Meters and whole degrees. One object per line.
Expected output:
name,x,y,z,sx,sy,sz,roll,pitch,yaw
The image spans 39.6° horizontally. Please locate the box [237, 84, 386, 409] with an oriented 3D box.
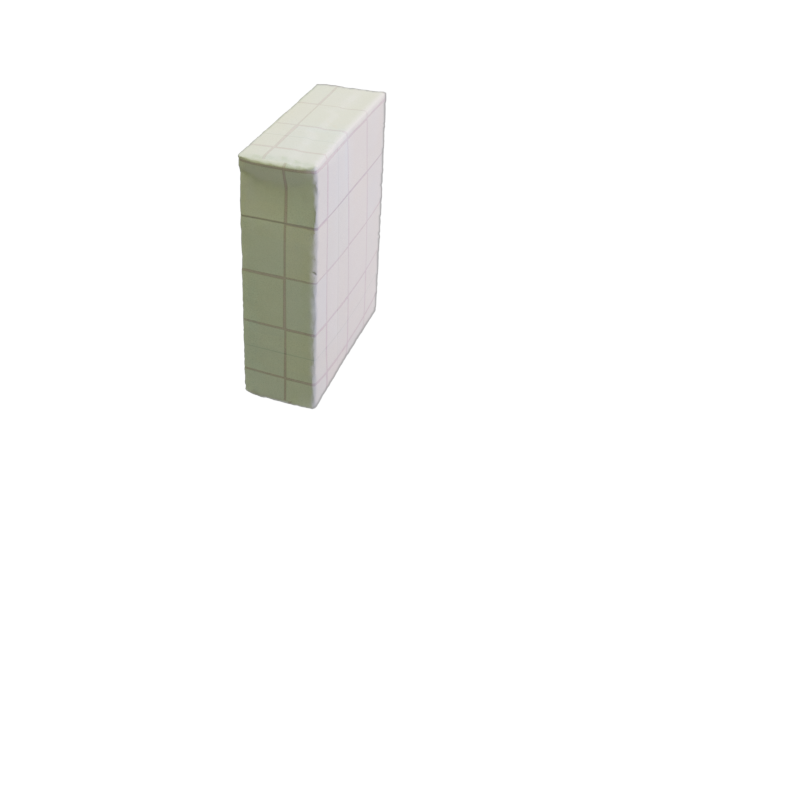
box,-0.071,-0.129,0.902,0.074,0.201,0.170,10,33,14
